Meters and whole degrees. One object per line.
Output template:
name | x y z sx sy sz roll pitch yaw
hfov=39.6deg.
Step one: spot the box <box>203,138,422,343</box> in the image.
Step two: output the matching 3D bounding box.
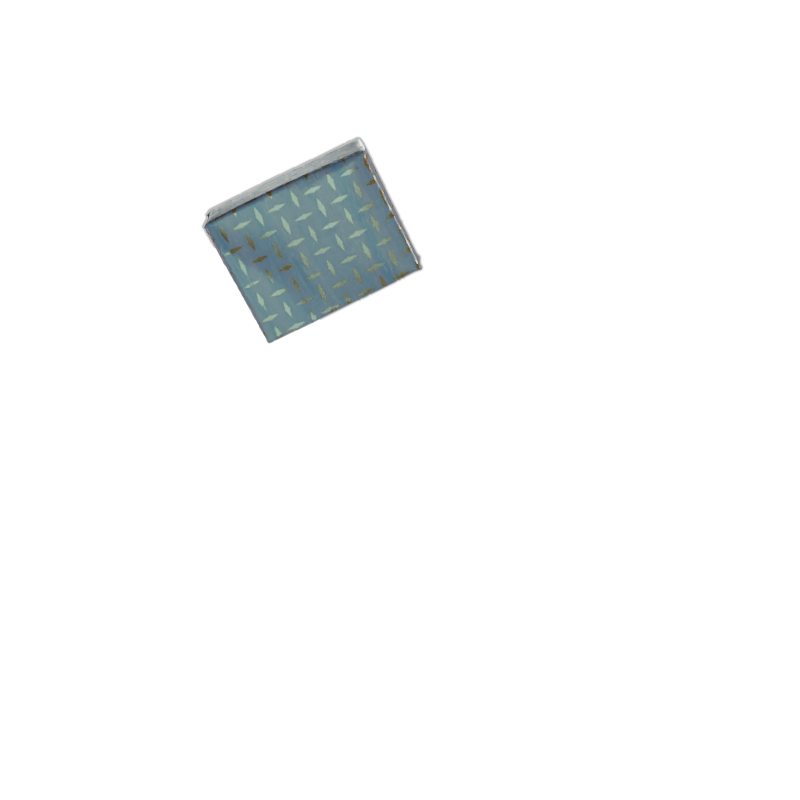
box | -0.055 -0.101 0.706 0.113 0.086 0.040 -24 17 7
